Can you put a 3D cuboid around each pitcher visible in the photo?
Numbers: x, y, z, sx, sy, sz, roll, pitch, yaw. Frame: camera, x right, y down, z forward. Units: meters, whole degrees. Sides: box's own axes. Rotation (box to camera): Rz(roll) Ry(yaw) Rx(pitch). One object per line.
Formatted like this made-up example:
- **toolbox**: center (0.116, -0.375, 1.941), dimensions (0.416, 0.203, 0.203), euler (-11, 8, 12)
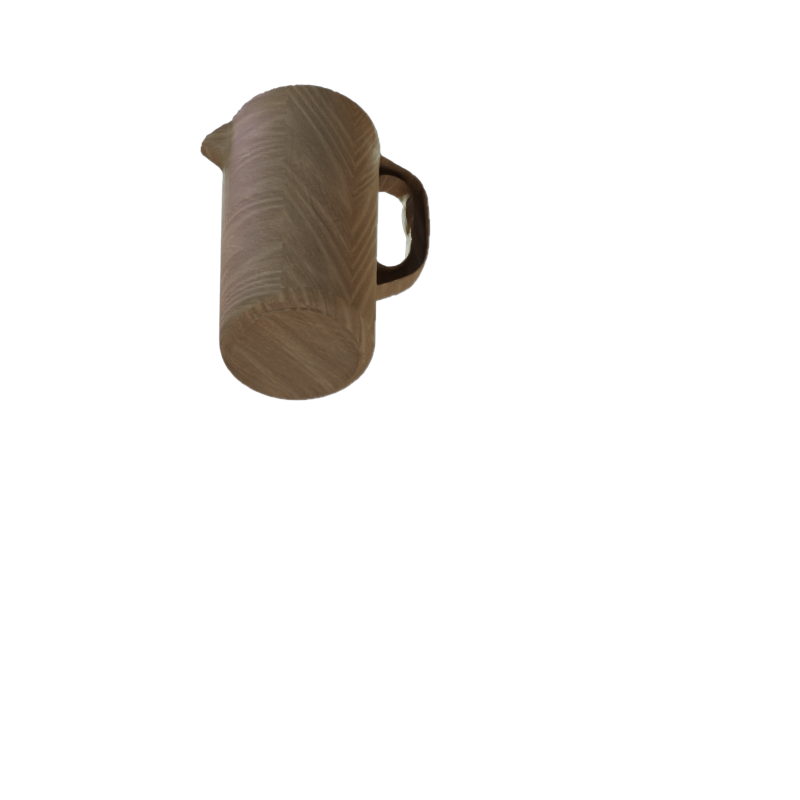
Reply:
- **pitcher**: center (-0.066, -0.121, 0.846), dimensions (0.150, 0.261, 0.134), euler (-22, -48, 18)
